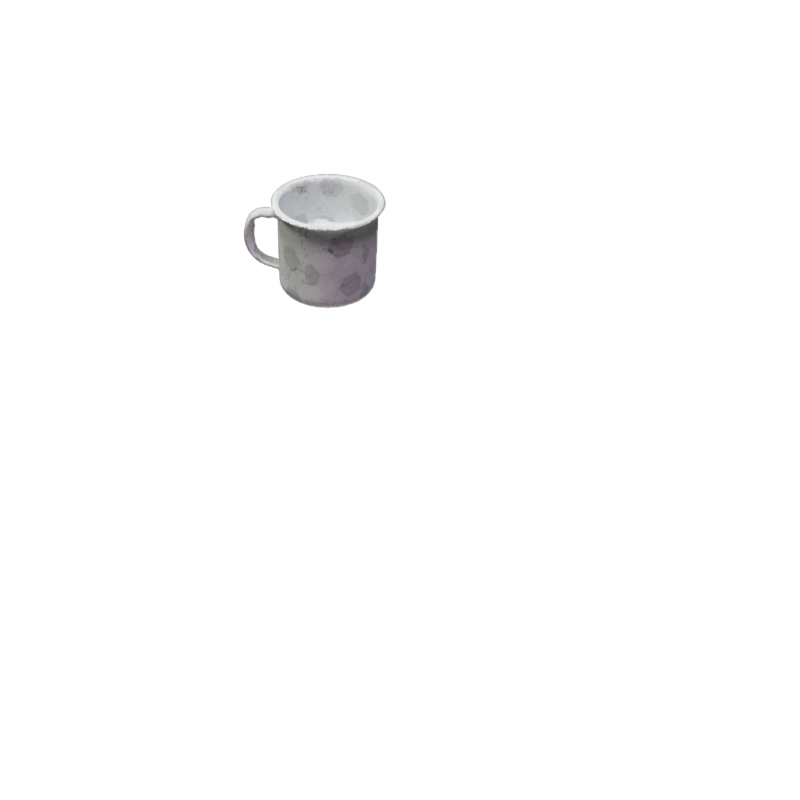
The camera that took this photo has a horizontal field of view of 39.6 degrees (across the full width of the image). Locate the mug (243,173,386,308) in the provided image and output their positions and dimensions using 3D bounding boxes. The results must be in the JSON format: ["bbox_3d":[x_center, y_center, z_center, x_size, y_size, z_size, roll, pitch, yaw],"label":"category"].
[{"bbox_3d":[-0.072,-0.131,0.918,0.118,0.076,0.099,4,35,4],"label":"mug"}]
